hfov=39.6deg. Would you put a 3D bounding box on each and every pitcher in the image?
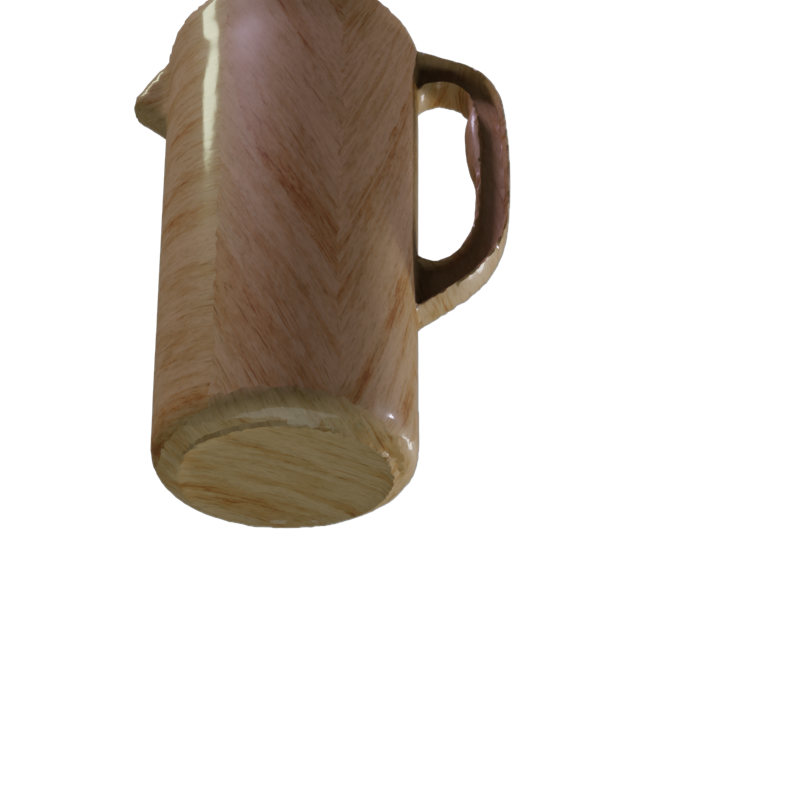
[{"bbox_3d":[-0.040,-0.073,0.513,0.136,0.260,0.148,27,-45,-34],"label":"pitcher"}]
